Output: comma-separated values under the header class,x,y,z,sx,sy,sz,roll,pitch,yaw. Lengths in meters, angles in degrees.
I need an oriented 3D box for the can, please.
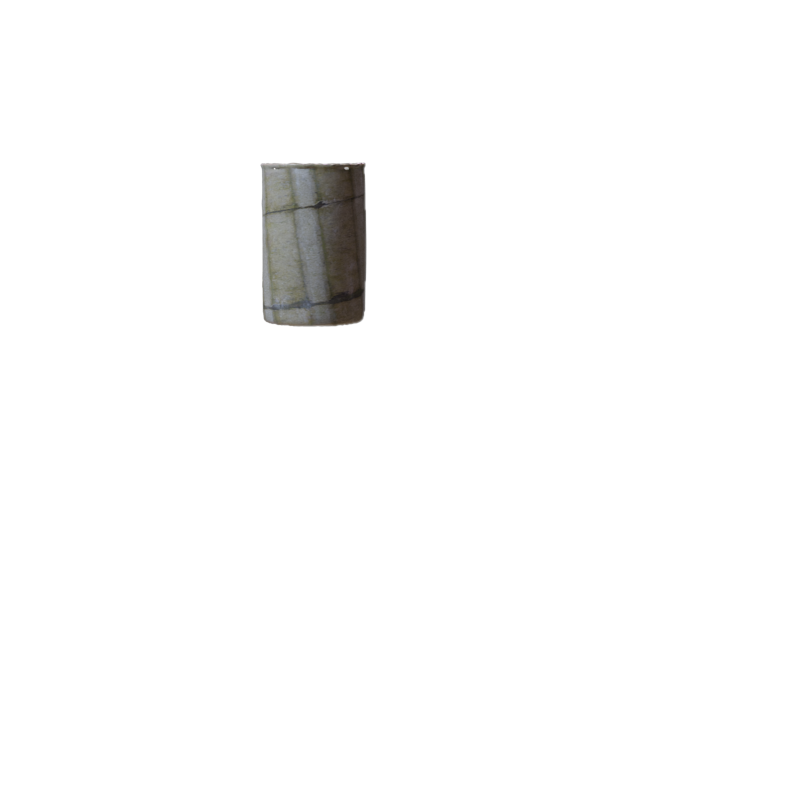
class,x,y,z,sx,sy,sz,roll,pitch,yaw
can,-0.056,-0.102,0.717,0.068,0.101,0.070,0,7,-2
